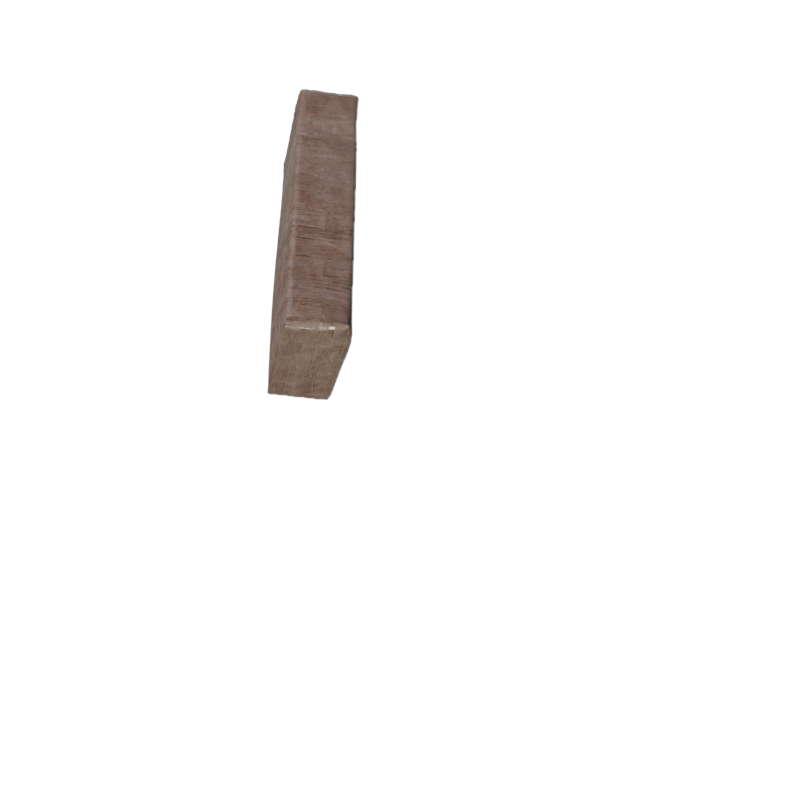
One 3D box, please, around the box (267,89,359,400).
[{"bbox_3d":[-0.055,-0.100,0.704,0.047,0.188,0.089,4,-31,-11],"label":"box"}]
